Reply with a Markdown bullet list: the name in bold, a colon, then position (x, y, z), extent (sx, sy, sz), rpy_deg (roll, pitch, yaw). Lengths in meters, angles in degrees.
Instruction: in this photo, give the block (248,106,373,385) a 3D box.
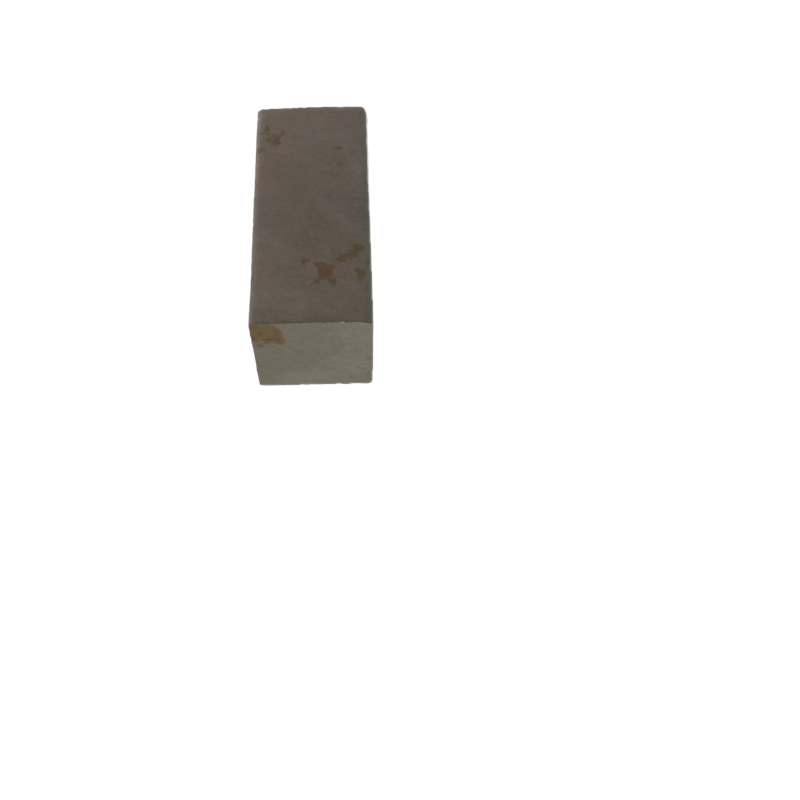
- **block**: position (-0.068, -0.125, 0.874), extent (0.090, 0.220, 0.085), rpy_deg (-2, -33, -1)
